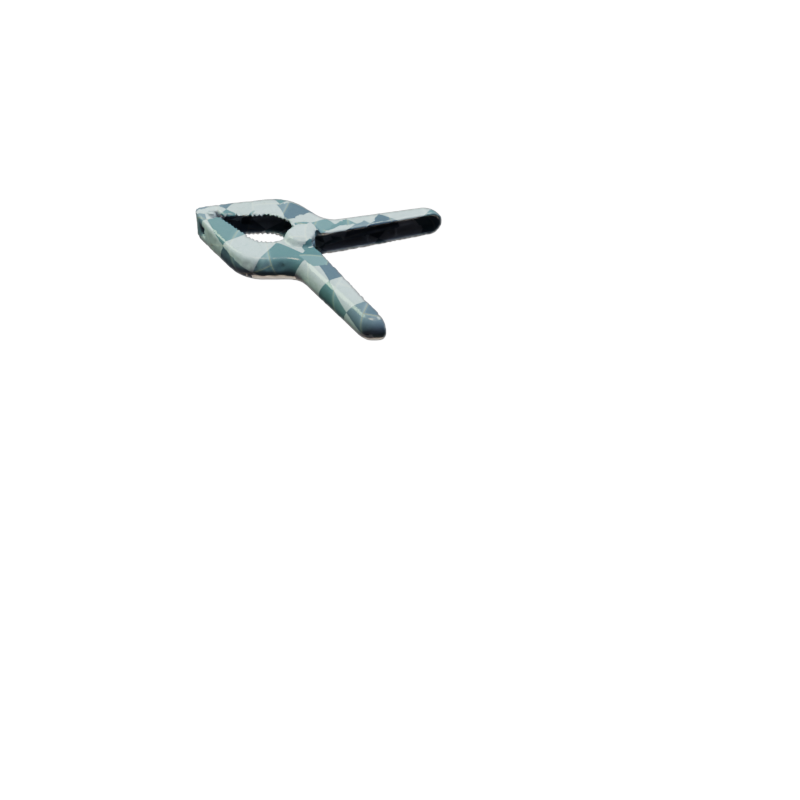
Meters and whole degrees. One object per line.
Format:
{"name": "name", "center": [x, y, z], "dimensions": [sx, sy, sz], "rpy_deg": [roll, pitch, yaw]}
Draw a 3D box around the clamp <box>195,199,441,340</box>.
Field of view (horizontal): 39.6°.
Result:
{"name": "clamp", "center": [-0.075, -0.137, 0.959], "dimensions": [0.219, 0.034, 0.170], "rpy_deg": [19, 46, 20]}
